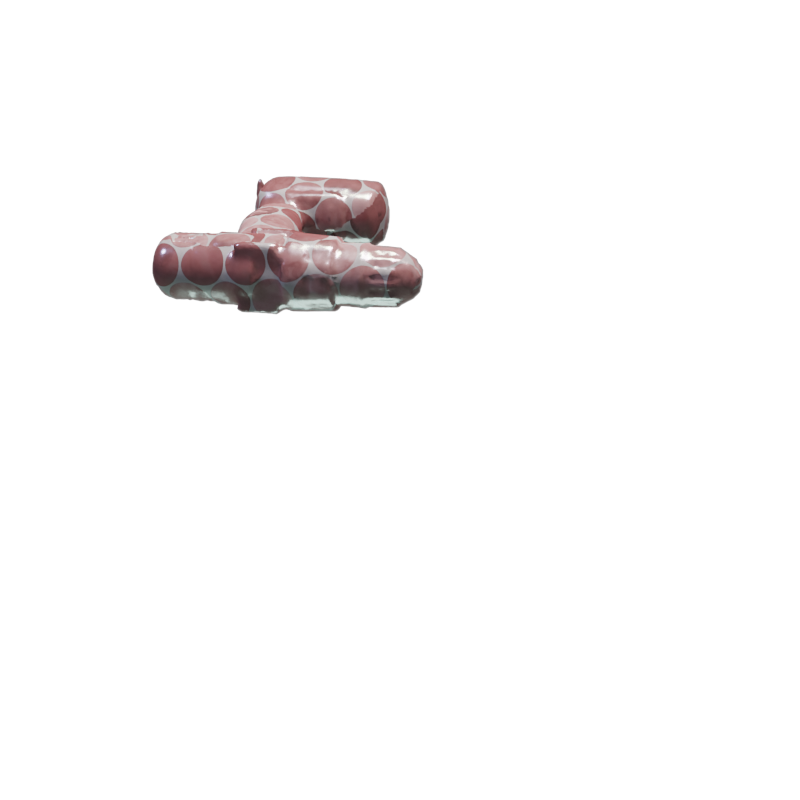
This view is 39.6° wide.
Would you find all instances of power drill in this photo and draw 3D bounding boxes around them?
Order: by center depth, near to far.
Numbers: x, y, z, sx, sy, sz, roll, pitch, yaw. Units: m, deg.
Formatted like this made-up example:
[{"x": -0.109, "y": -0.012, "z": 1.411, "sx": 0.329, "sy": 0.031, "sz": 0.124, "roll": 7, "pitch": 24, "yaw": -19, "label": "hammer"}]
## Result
[{"x": -0.063, "y": -0.114, "z": 0.800, "sx": 0.188, "sy": 0.055, "sz": 0.192, "roll": 5, "pitch": 23, "yaw": 13, "label": "power drill"}]
